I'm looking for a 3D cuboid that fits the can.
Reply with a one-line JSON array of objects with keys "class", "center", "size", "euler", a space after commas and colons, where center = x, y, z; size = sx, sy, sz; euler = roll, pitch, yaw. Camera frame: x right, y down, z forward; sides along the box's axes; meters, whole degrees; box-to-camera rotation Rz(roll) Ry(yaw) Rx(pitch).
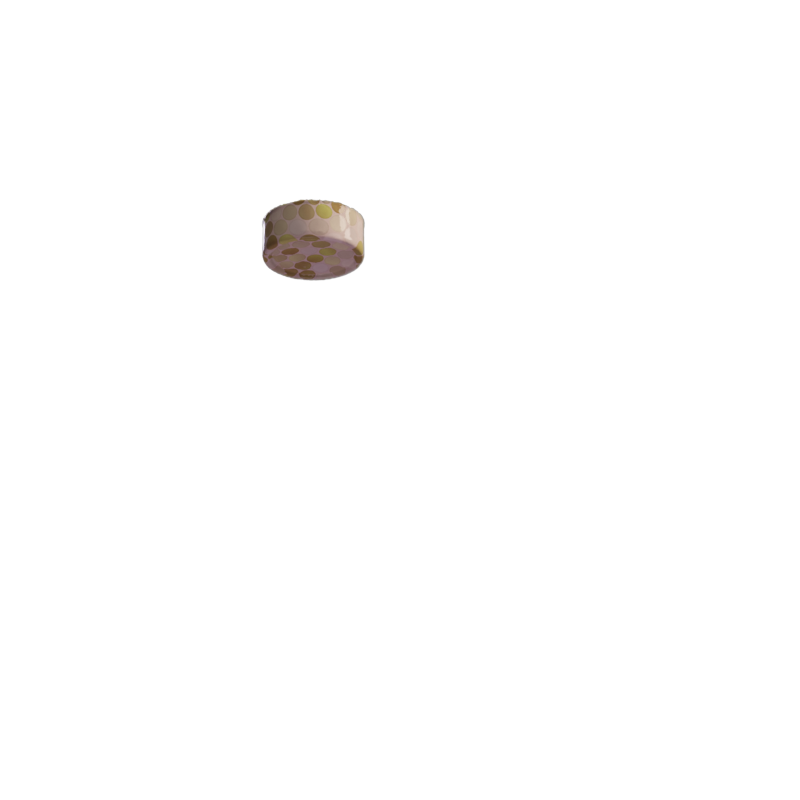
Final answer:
[{"class": "can", "center": [-0.072, -0.131, 0.917], "size": [0.086, 0.035, 0.082], "euler": [0, -21, -2]}]
